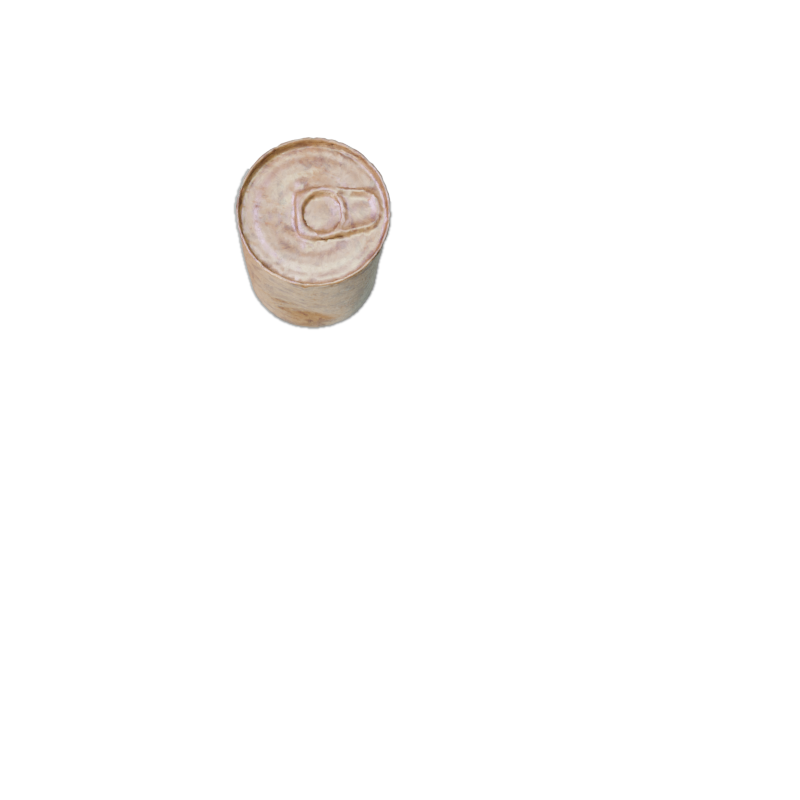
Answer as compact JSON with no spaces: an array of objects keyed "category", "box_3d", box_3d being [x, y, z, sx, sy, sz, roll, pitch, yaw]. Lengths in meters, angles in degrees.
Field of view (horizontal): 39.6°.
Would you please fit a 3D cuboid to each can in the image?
[{"category":"can","box_3d":[-0.041,-0.076,0.530,0.068,0.071,0.099,0,-10,-3]}]
